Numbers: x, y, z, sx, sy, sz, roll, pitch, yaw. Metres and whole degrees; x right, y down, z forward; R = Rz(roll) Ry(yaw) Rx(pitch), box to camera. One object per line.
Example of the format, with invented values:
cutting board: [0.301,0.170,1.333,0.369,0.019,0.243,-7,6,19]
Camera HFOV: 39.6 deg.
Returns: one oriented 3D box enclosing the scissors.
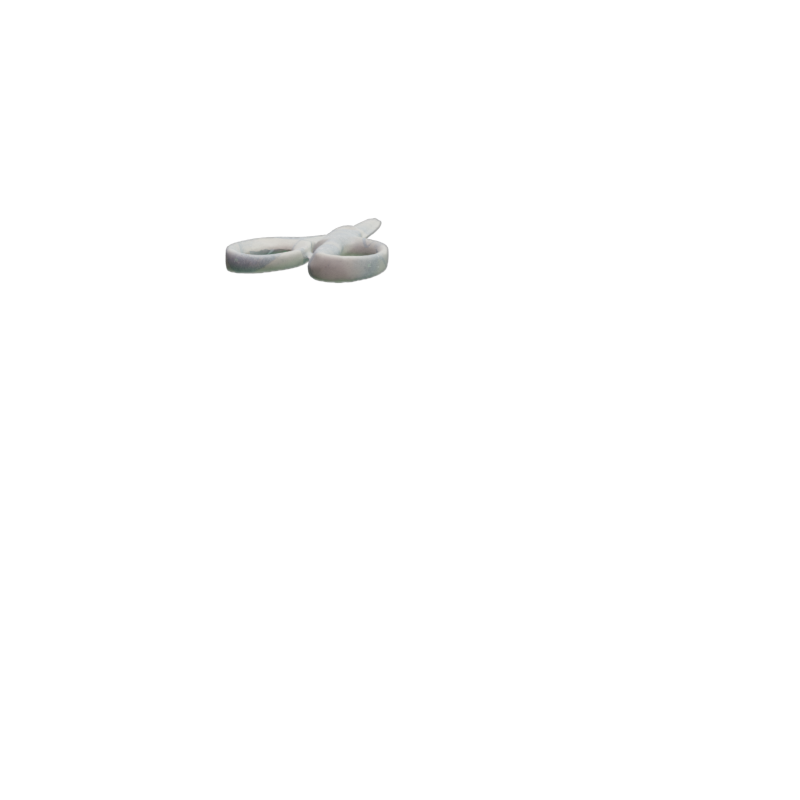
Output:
scissors: [-0.051,-0.093,0.651,0.096,0.015,0.208,-1,16,-5]
